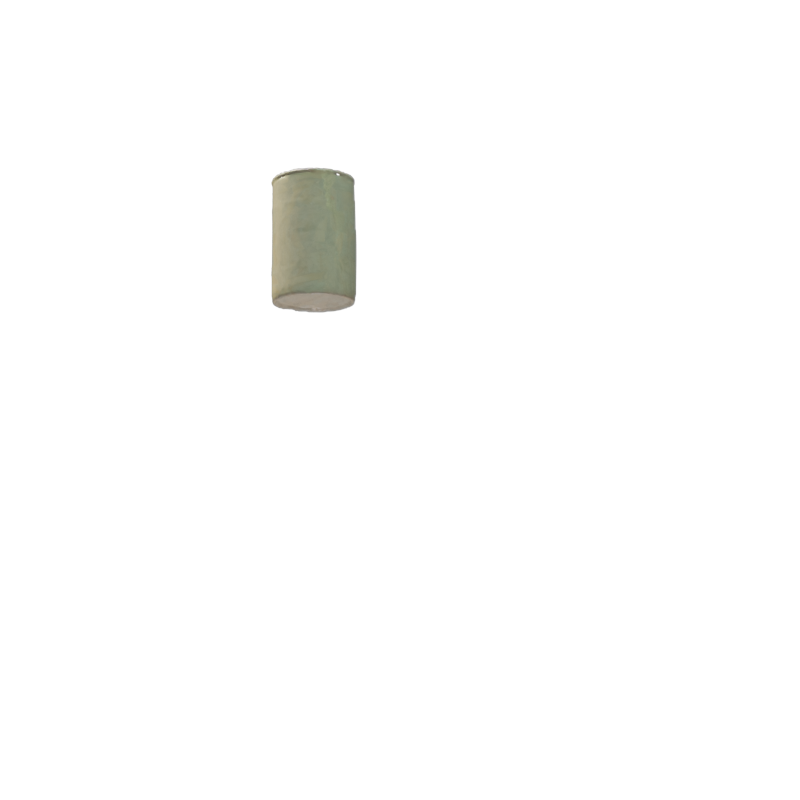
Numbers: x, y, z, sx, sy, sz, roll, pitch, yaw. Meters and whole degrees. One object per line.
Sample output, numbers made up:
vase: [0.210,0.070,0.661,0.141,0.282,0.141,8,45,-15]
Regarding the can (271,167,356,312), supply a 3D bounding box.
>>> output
can: [-0.069,-0.127,0.887,0.068,0.106,0.066,0,-14,-2]
